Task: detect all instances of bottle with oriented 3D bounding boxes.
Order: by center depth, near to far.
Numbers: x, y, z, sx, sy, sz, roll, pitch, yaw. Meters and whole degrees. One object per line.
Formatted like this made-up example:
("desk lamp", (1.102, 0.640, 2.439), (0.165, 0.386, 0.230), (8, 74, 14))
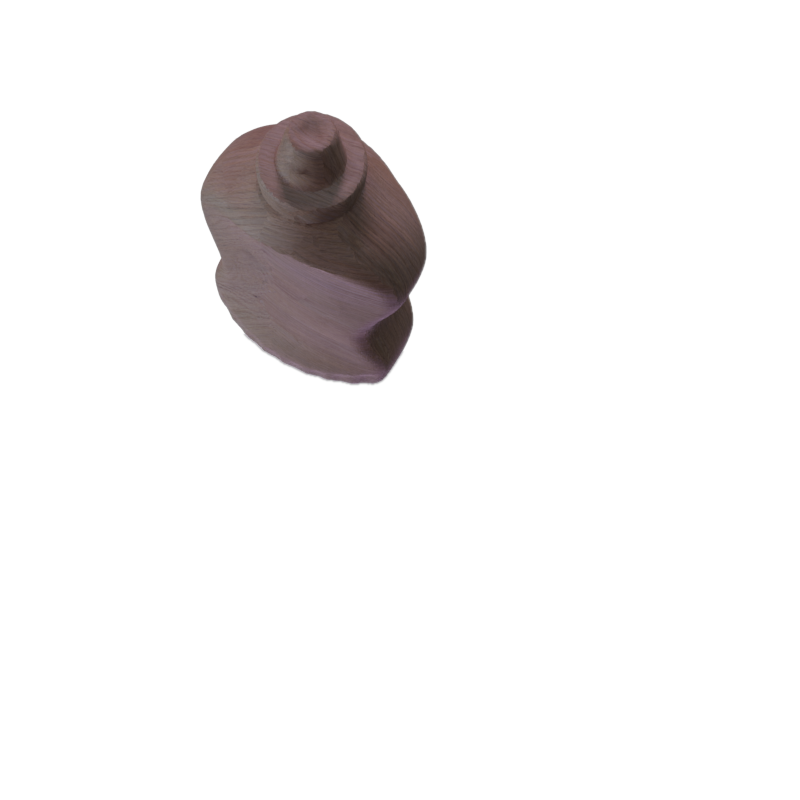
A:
("bottle", (-0.037, -0.067, 0.469), (0.098, 0.060, 0.183), (31, -17, 7))
